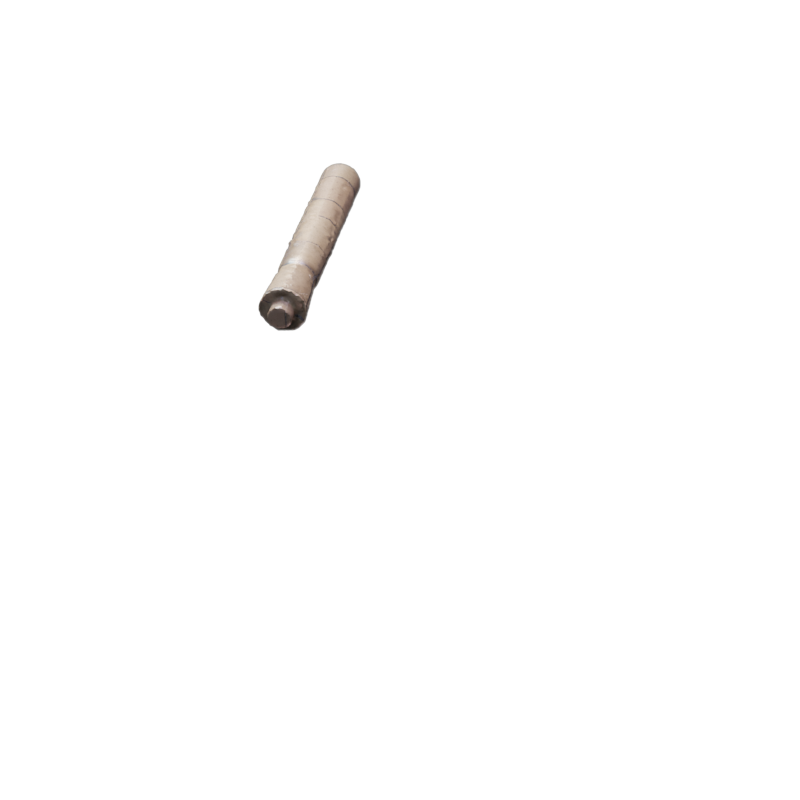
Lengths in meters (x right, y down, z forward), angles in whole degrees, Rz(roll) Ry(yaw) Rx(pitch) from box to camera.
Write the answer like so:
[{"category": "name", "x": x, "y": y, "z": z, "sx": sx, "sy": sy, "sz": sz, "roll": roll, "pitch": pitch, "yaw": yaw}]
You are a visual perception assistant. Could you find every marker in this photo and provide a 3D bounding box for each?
[{"category": "marker", "x": -0.036, "y": -0.066, "z": 0.462, "sx": 0.020, "sy": 0.018, "sz": 0.127, "roll": 0, "pitch": 34, "yaw": 10}]
